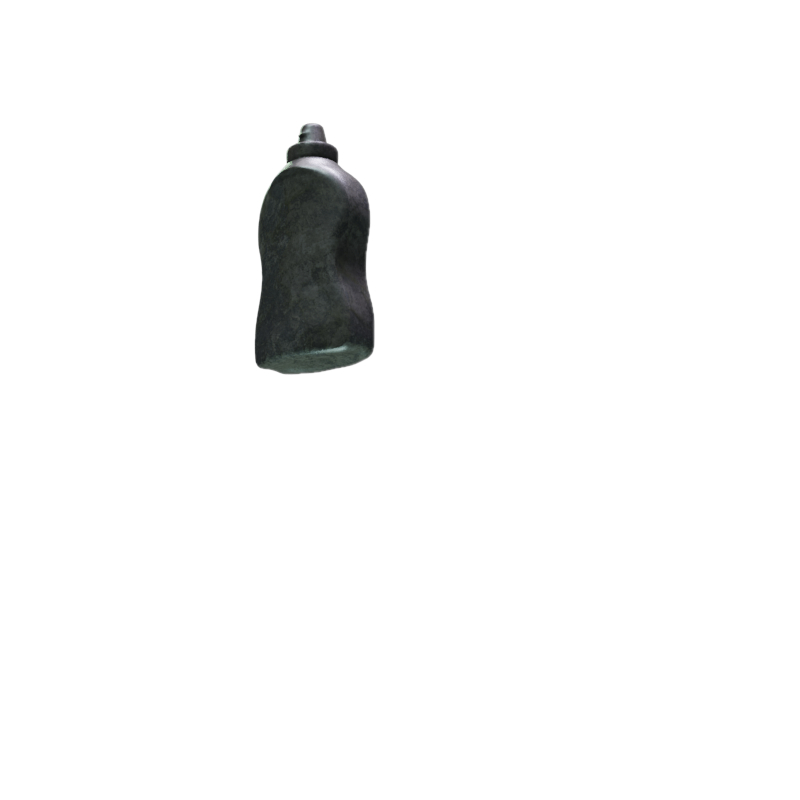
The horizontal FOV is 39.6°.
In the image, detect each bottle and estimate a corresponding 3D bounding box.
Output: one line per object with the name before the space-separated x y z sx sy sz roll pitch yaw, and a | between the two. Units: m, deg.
bottle | -0.067 -0.121 0.846 0.098 0.200 0.055 -16 -23 38
